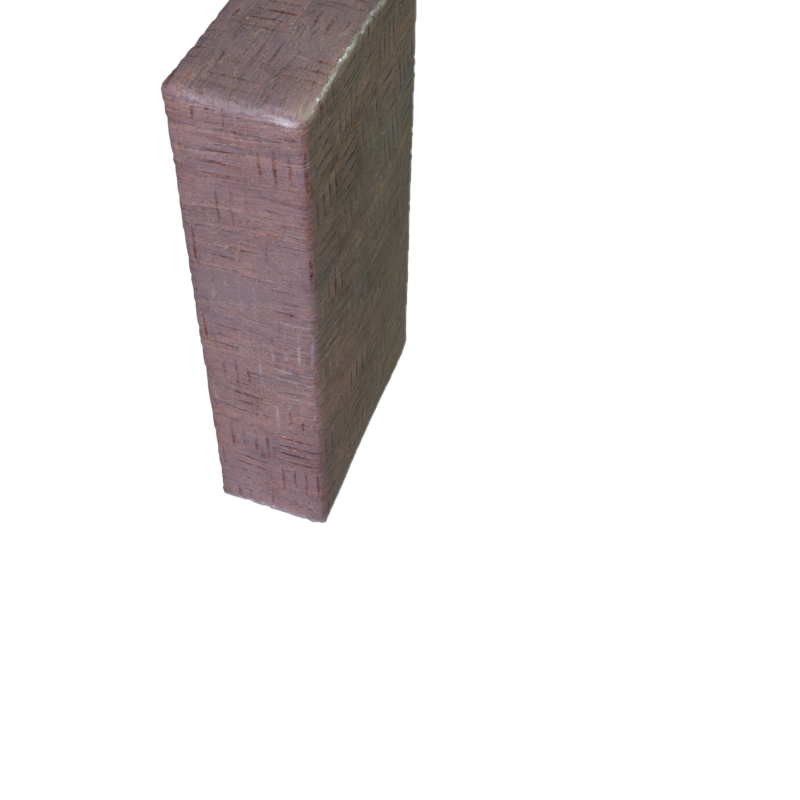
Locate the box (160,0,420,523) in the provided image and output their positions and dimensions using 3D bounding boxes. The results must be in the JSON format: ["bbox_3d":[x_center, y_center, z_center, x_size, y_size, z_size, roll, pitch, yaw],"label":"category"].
[{"bbox_3d":[-0.027,-0.050,0.352,0.049,0.098,0.164,16,-39,9],"label":"box"}]
